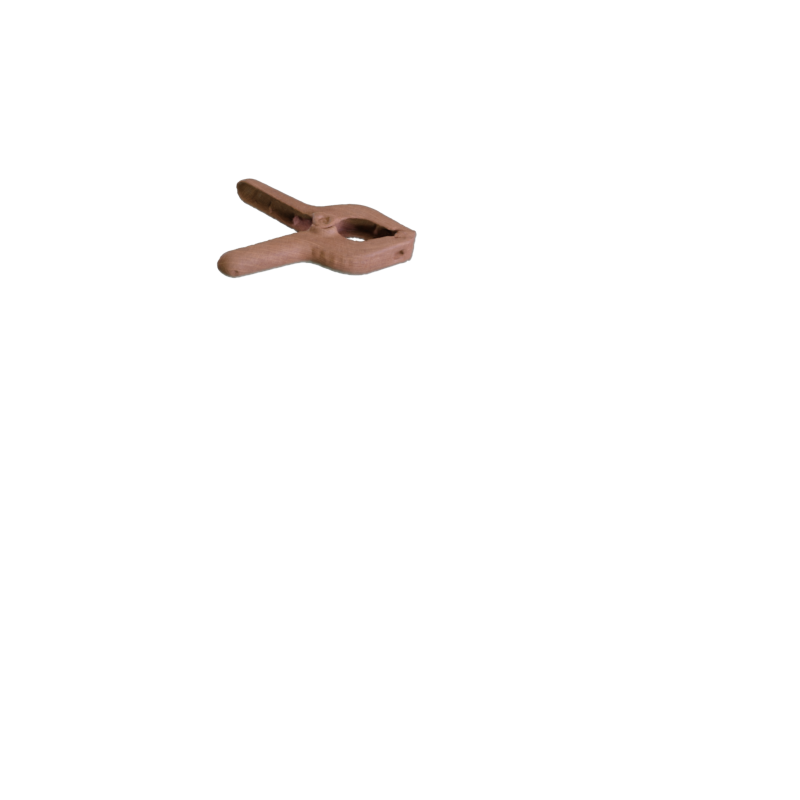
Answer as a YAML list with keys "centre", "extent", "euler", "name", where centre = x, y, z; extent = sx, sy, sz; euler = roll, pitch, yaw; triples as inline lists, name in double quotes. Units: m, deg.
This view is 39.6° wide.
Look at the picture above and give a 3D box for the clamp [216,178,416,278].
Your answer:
- centre: [-0.075, -0.137, 0.962]
  extent: [0.174, 0.127, 0.036]
  euler: [11, -39, 9]
  name: "clamp"
